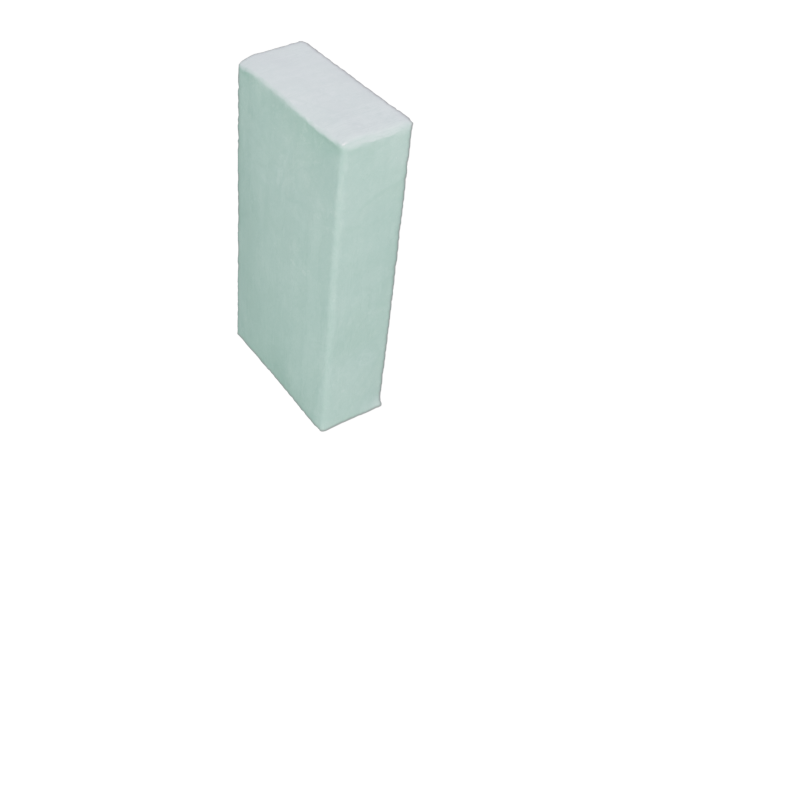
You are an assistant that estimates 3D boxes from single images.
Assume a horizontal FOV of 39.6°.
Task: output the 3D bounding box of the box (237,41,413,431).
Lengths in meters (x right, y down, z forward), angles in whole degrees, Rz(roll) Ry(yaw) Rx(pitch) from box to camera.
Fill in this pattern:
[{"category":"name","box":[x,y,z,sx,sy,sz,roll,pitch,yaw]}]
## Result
[{"category":"box","box":[-0.044,-0.079,0.556,0.048,0.164,0.101,-22,47,-27]}]
